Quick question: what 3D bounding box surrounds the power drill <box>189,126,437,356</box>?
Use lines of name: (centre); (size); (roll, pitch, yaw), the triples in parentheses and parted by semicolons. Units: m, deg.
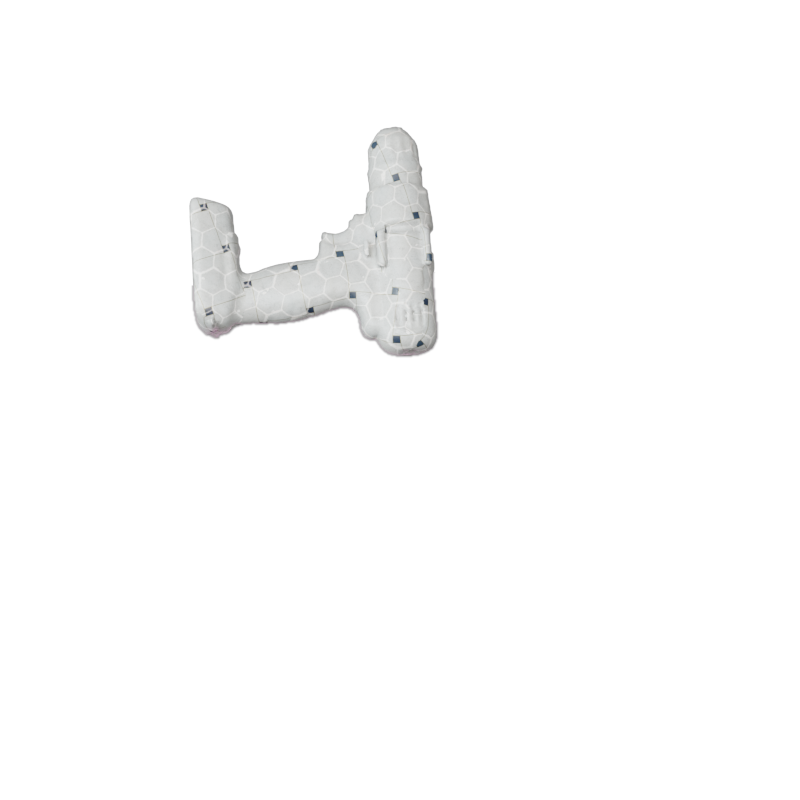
power drill: (-0.067, -0.122, 0.856); (0.187, 0.193, 0.055); (-4, -19, -2)
